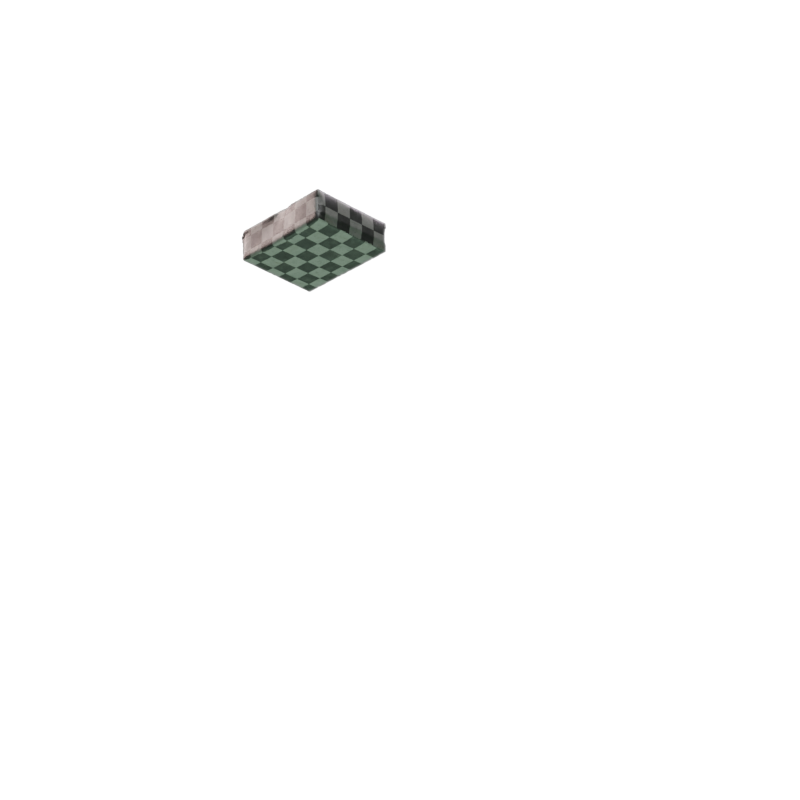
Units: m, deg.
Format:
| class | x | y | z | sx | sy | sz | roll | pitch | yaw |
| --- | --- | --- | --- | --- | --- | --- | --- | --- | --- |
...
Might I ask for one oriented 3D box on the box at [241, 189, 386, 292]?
| class | x | y | z | sx | sy | sz | roll | pitch | yaw |
| --- | --- | --- | --- | --- | --- | --- | --- | --- | --- |
| box | -0.067 | -0.123 | 0.859 | 0.090 | 0.032 | 0.069 | -23 | -33 | 39 |
